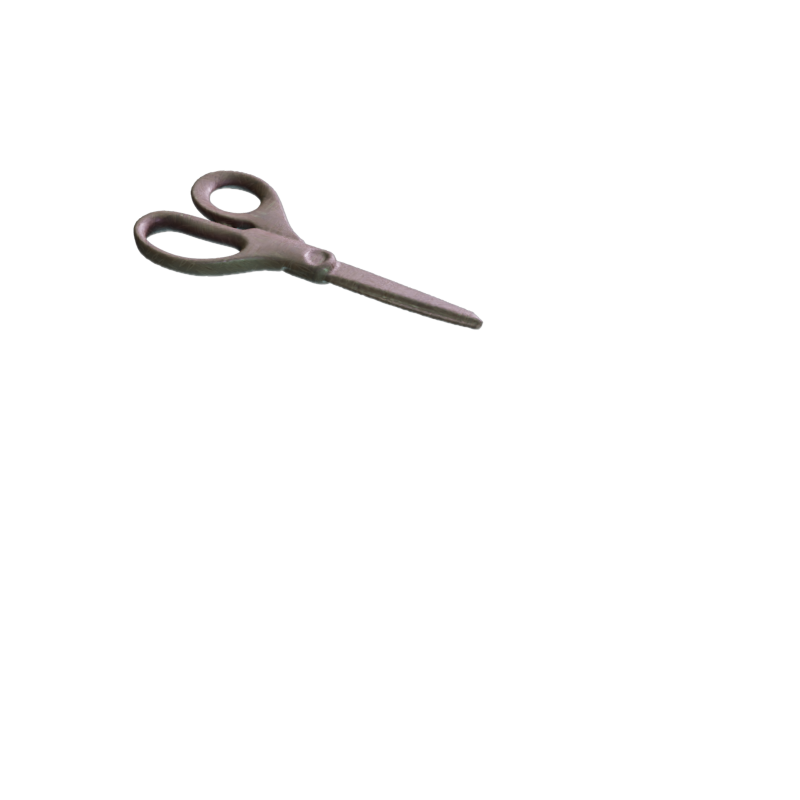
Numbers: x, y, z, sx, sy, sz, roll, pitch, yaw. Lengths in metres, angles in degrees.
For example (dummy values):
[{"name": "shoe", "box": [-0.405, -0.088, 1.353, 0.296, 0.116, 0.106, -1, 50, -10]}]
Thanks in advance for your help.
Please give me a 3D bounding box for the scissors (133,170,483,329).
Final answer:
[{"name": "scissors", "box": [-0.049, -0.089, 0.625, 0.205, 0.015, 0.101, 9, 45, 9]}]
